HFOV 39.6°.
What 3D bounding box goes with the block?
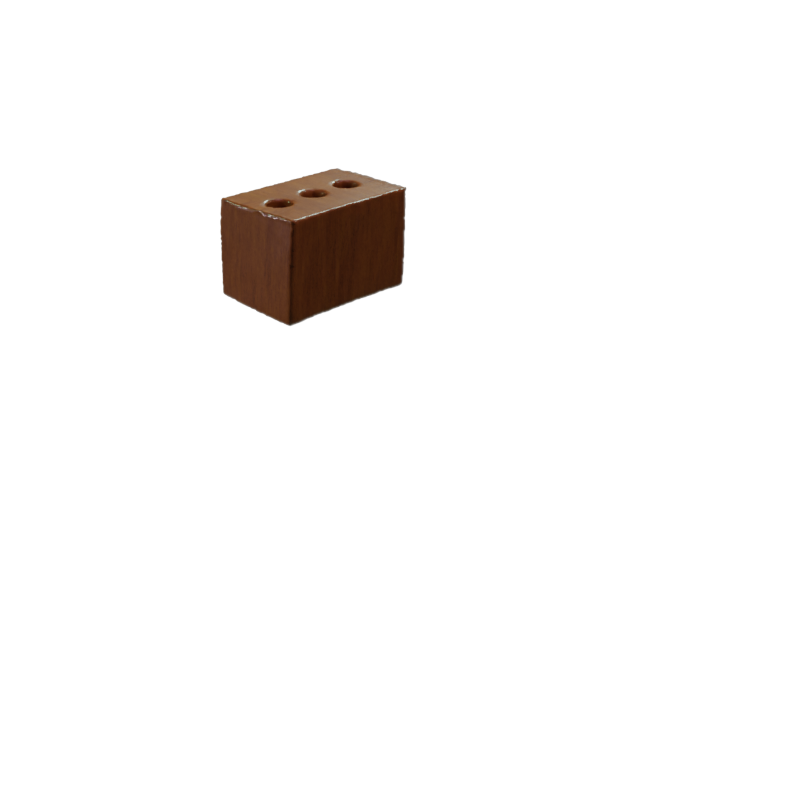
[{"bbox_3d":[-0.042,-0.077,0.540,0.056,0.049,0.077,22,33,39],"label":"block"}]
